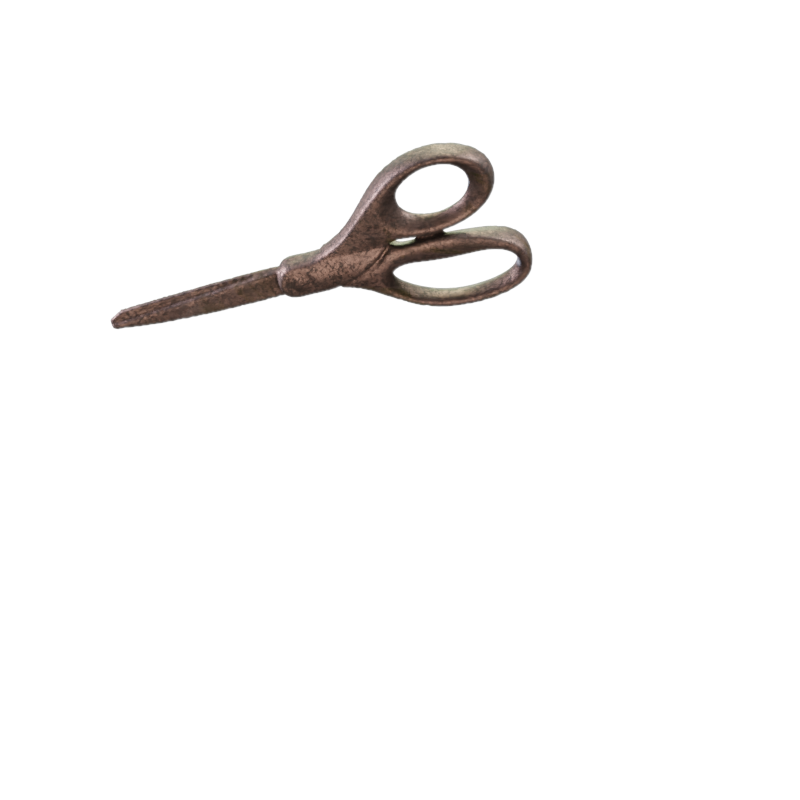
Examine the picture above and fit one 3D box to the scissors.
[{"bbox_3d":[-0.040,-0.073,0.509,0.202,0.089,0.017,-2,41,1],"label":"scissors"}]
